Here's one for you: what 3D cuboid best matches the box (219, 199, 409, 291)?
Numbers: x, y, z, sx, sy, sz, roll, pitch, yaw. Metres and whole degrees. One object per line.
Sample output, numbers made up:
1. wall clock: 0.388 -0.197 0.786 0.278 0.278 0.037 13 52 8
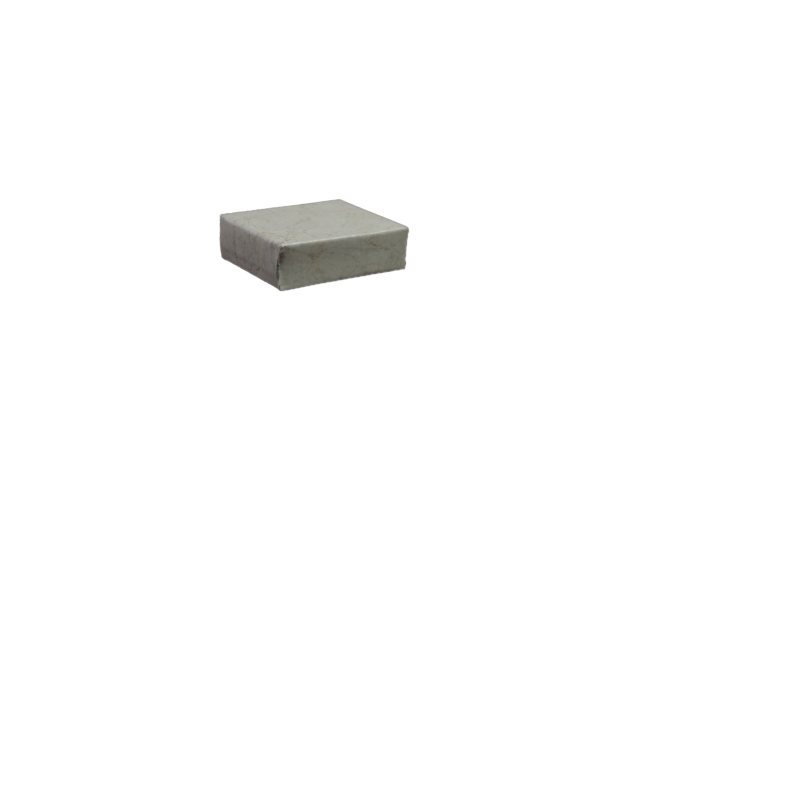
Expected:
1. box: -0.064 -0.117 0.819 0.111 0.037 0.096 -16 28 -32
